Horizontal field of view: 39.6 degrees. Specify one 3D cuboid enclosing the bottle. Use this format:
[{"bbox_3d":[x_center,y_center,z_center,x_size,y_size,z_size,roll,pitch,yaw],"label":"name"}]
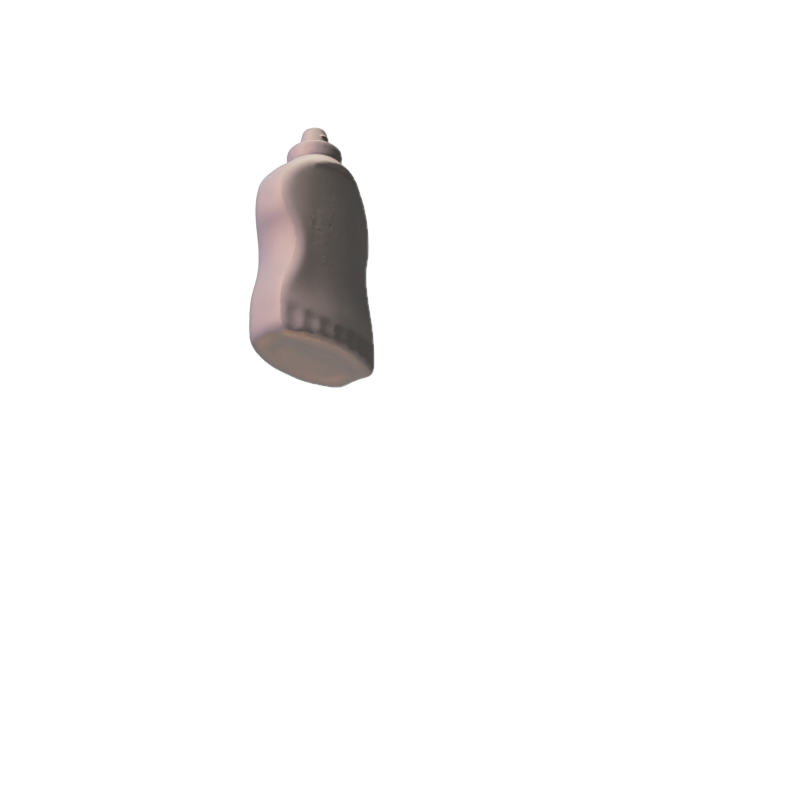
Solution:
[{"bbox_3d":[-0.061,-0.112,0.781,0.058,0.204,0.090,-26,-38,35],"label":"bottle"}]
